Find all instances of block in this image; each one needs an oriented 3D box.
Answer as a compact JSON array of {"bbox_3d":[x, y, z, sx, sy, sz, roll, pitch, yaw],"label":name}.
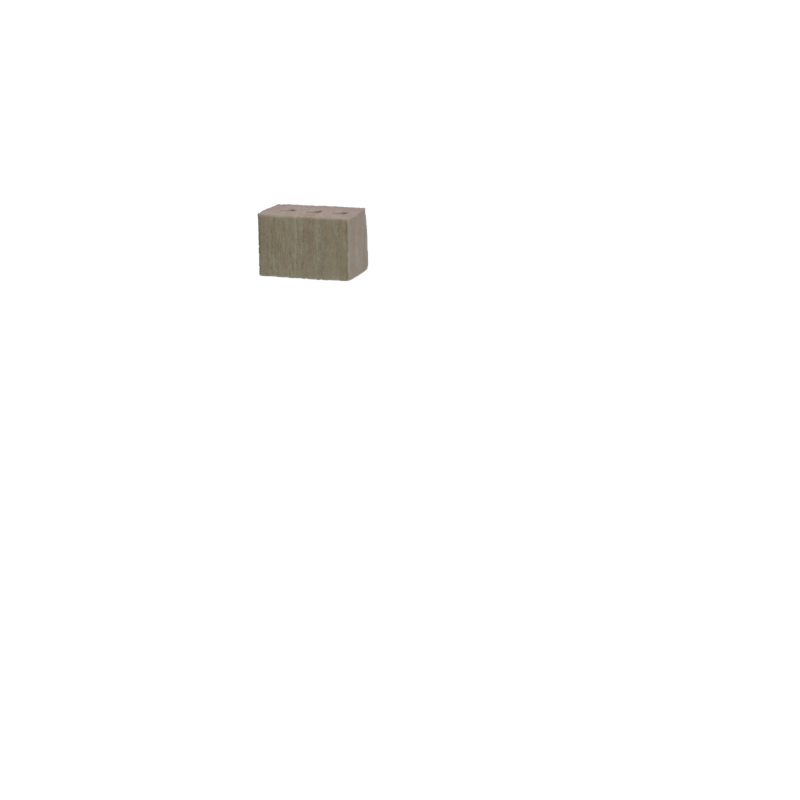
[{"bbox_3d":[-0.069,-0.126,0.885,0.080,0.050,0.053,5,15,15],"label":"block"}]
